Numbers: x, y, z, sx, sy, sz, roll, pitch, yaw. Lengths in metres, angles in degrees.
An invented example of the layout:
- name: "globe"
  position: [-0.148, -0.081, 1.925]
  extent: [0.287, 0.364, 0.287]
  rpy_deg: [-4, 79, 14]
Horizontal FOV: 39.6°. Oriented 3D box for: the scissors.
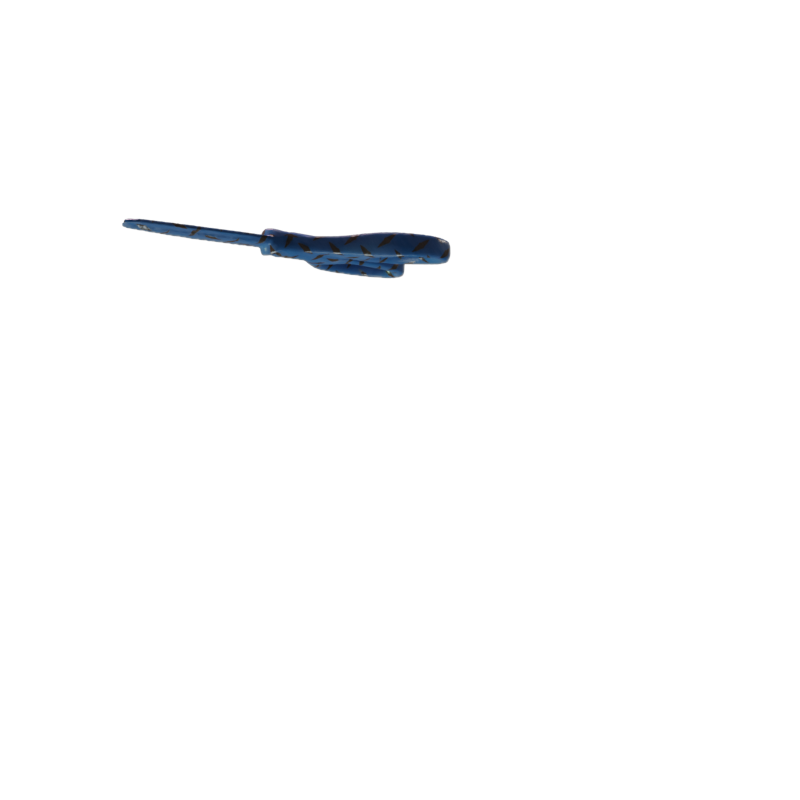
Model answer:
- name: "scissors"
  position: [-0.049, -0.089, 0.622]
  extent: [0.099, 0.016, 0.192]
  rpy_deg: [-2, -3, 36]
